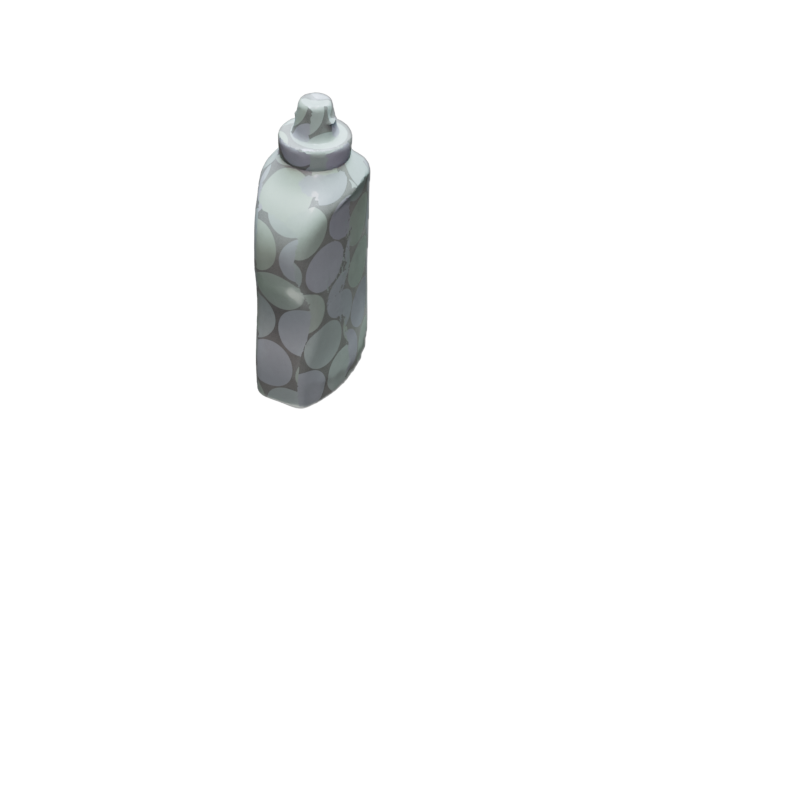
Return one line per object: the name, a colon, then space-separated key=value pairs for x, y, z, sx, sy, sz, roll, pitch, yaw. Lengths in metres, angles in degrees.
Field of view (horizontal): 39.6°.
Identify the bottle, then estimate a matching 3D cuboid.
bottle: x=-0.051 y=-0.093 z=0.653 sx=0.061 sy=0.179 sz=0.099 roll=19 pitch=43 yaw=18
